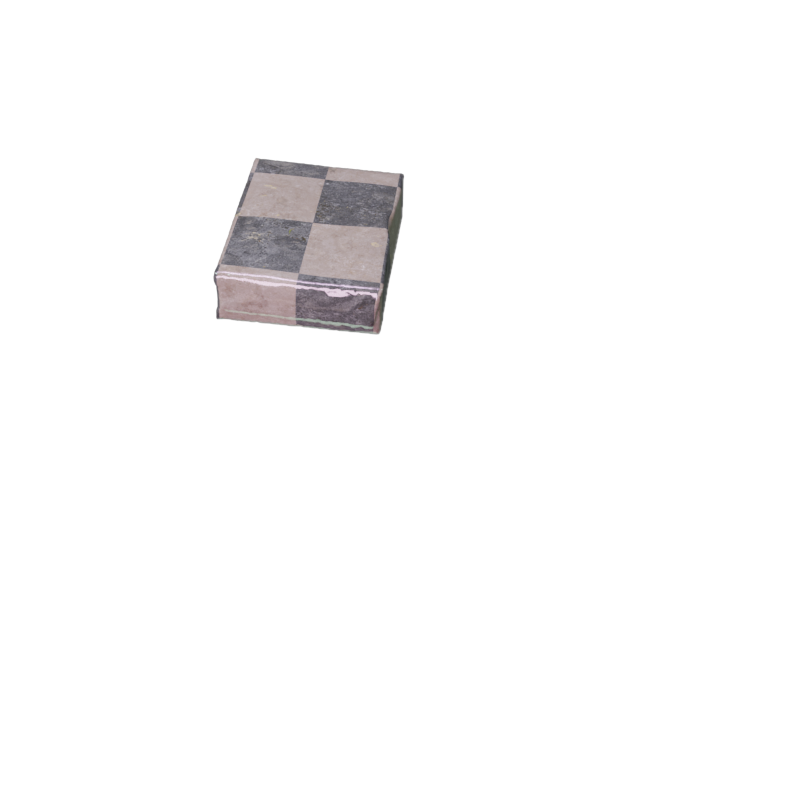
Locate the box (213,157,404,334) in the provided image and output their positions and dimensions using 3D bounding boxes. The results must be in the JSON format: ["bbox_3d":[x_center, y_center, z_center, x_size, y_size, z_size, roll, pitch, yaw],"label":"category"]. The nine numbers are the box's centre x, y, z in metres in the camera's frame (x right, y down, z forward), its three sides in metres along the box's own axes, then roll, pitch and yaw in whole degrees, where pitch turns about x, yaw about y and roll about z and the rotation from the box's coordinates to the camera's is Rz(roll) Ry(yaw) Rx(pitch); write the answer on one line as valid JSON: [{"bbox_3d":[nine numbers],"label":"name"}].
[{"bbox_3d":[-0.039,-0.072,0.503,0.074,0.028,0.095,6,44,6],"label":"box"}]
